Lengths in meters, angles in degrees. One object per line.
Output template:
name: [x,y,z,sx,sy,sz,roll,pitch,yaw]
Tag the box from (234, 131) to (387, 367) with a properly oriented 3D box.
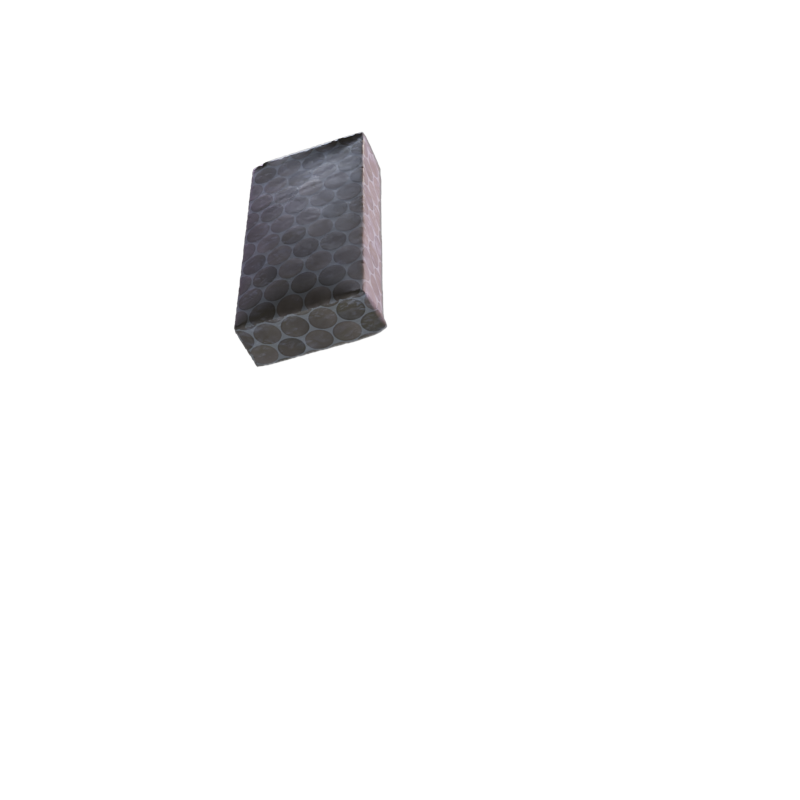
box: [-0.060,-0.110,0.769,0.094,0.189,0.044,-16,-45,13]
